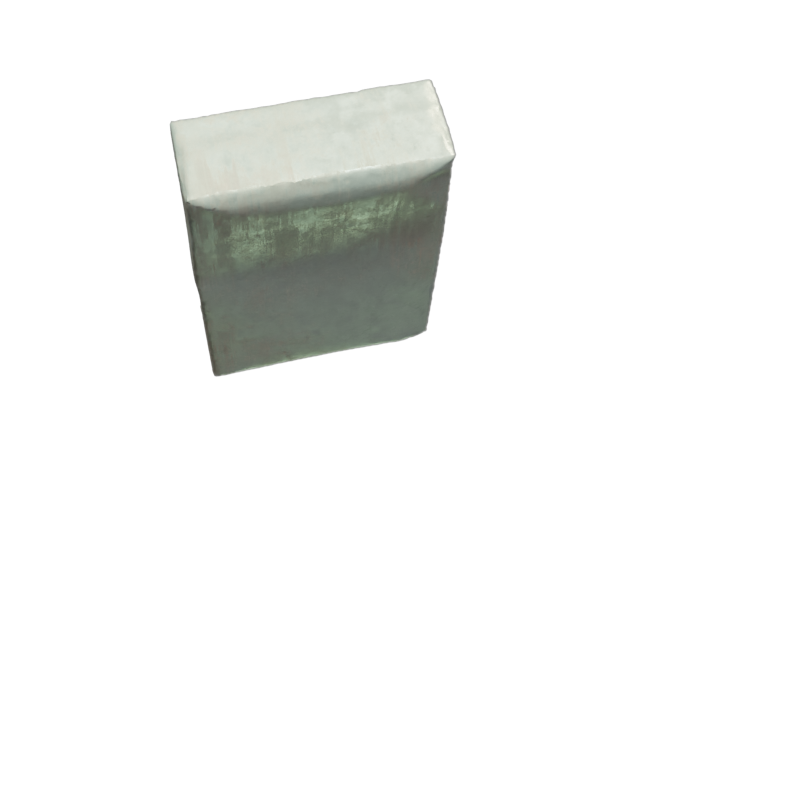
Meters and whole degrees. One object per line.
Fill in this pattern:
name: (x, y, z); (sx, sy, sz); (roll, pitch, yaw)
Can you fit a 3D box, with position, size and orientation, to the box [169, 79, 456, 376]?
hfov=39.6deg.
box: (-0.058, -0.105, 0.736); (0.163, 0.077, 0.201); (-11, -27, -9)
